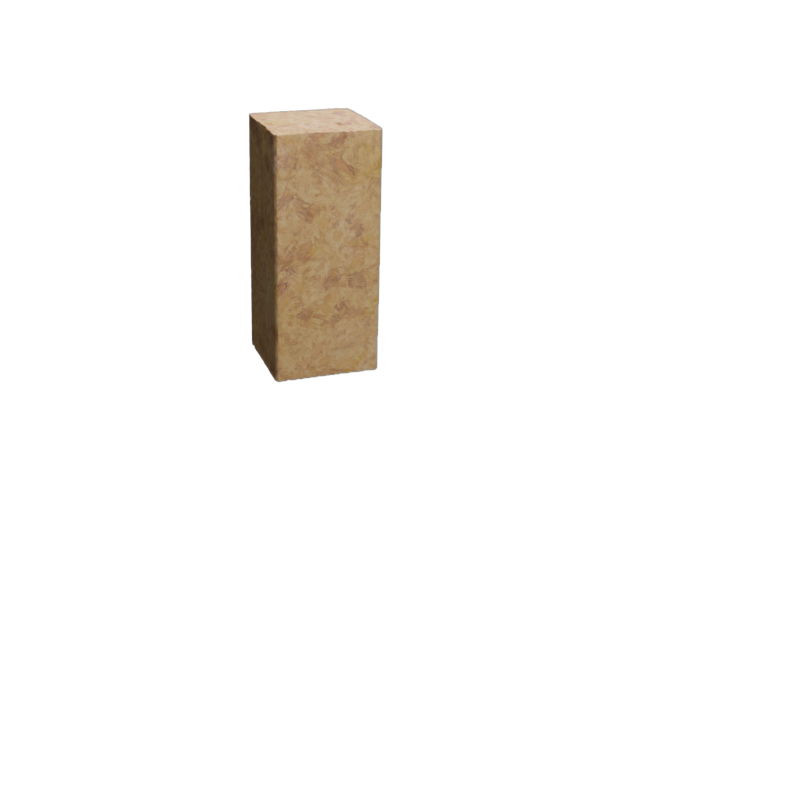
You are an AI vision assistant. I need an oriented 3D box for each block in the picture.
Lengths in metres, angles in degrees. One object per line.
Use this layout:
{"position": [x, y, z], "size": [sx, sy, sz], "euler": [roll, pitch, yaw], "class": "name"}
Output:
{"position": [-0.072, -0.132, 0.924], "size": [0.089, 0.197, 0.096], "euler": [-6, 21, -19], "class": "block"}
